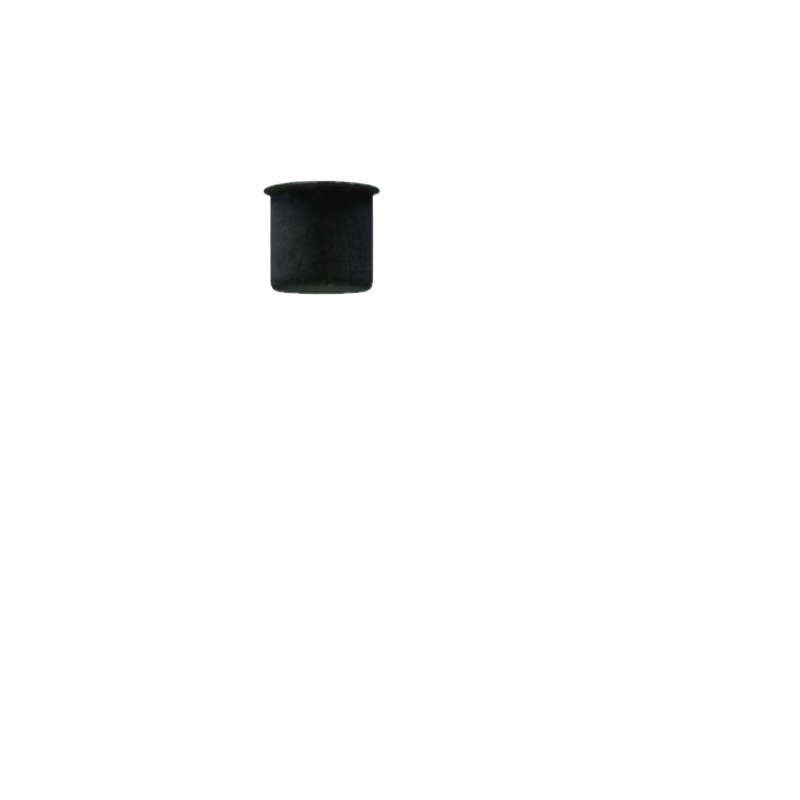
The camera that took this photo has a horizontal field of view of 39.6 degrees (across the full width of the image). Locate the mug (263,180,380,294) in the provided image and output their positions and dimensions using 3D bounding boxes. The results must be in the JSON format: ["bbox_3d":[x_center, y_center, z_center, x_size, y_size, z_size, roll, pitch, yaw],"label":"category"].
[{"bbox_3d":[-0.070,-0.127,0.888,0.089,0.082,0.121,1,-1,-36],"label":"mug"}]
